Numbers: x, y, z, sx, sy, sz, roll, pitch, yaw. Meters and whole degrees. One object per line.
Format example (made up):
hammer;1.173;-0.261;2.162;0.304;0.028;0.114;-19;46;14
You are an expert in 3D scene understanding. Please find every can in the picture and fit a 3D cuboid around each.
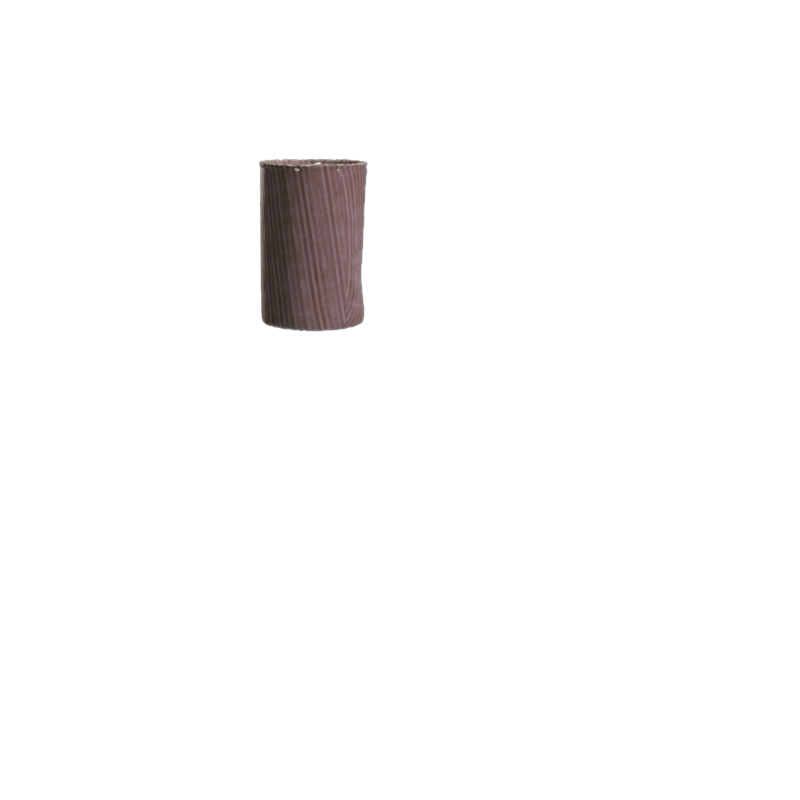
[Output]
can;-0.055;-0.100;0.700;0.068;0.100;0.070;0;10;-2
